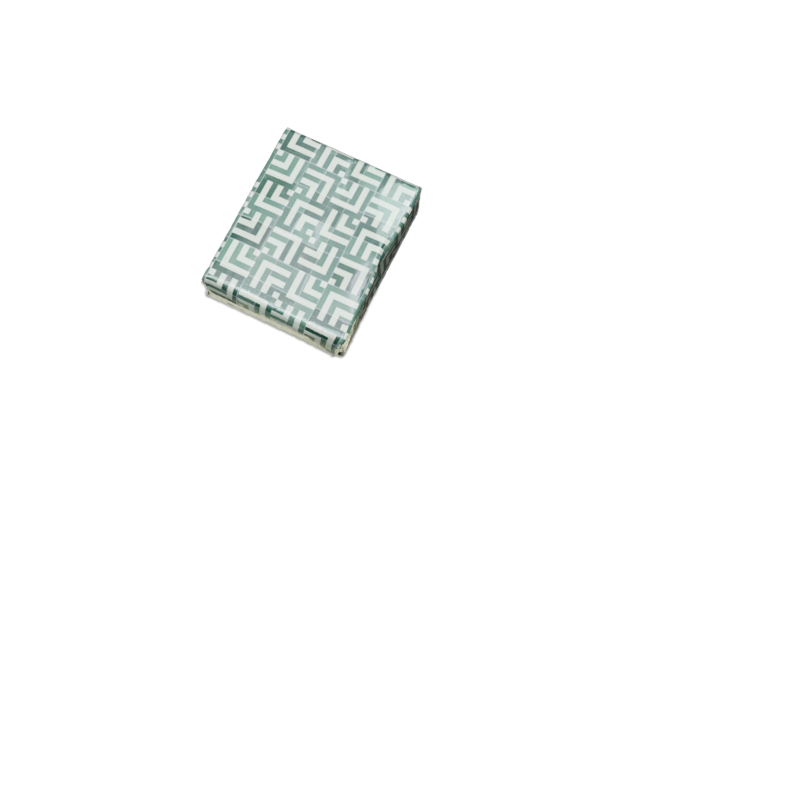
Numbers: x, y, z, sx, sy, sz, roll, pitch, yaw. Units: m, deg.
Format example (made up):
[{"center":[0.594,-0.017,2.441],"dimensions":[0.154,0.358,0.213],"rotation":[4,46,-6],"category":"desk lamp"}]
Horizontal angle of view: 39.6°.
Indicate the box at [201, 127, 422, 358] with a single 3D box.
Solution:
[{"center":[-0.041,-0.075,0.523],"dimensions":[0.075,0.092,0.029],"rotation":[24,-20,9],"category":"box"}]
